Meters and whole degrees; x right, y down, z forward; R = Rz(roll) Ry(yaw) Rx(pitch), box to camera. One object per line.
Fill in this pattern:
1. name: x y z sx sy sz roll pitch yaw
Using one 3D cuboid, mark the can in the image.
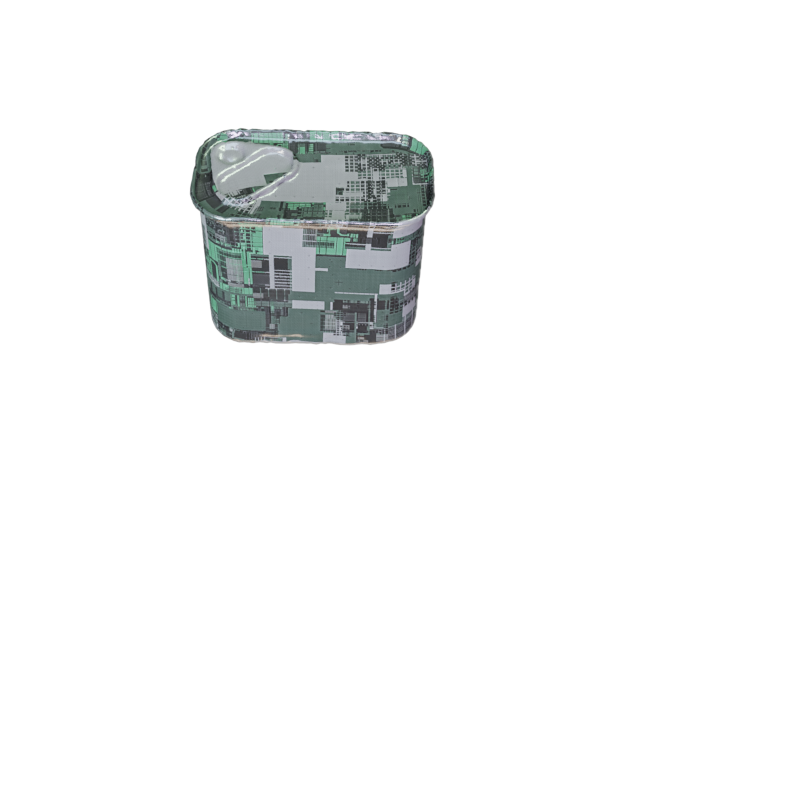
1. can: -0.039 -0.071 0.495 0.102 0.062 0.078 2 -40 0
